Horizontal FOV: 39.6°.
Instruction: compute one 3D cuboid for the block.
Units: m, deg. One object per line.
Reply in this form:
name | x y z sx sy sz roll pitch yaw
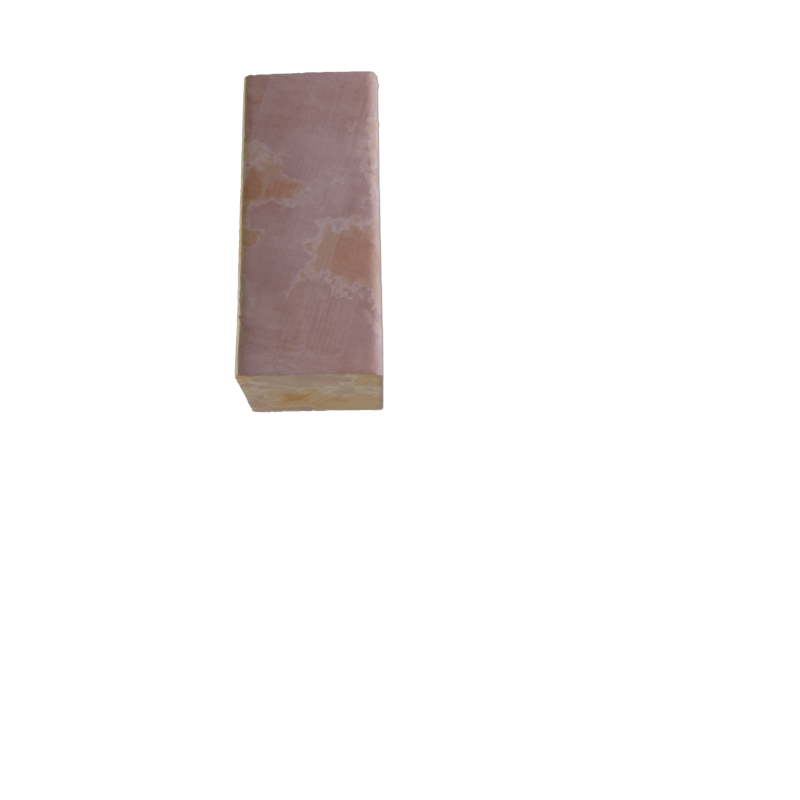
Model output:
block | -0.057 -0.105 0.732 0.090 0.216 0.086 -2 -21 1
